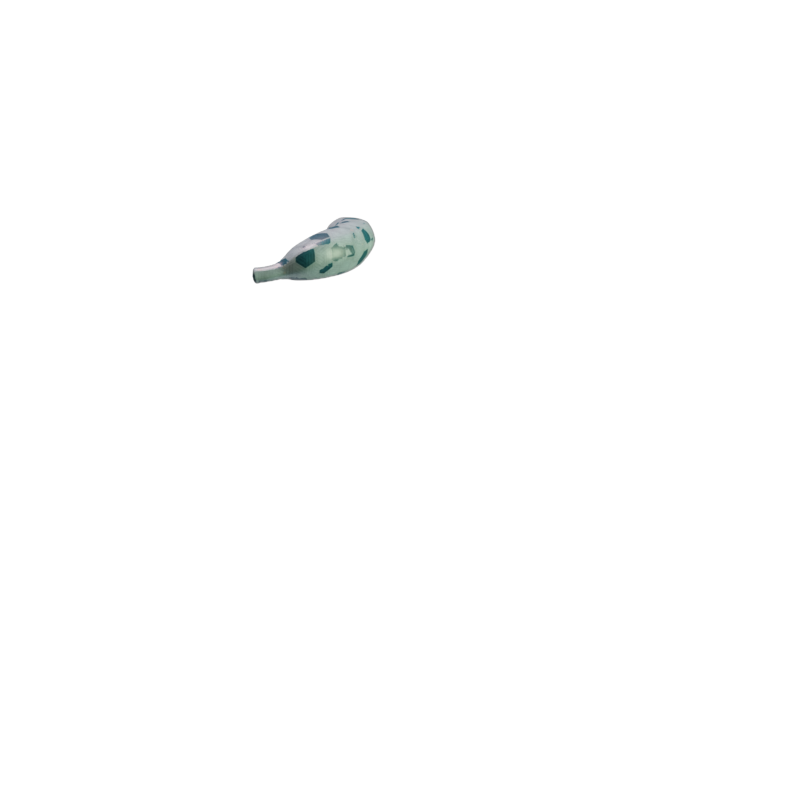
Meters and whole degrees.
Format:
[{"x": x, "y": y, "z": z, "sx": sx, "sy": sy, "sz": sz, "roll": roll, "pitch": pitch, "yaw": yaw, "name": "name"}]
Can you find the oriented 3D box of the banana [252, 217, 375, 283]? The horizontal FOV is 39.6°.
[{"x": -0.056, "y": -0.129, "z": 0.918, "sx": 0.071, "sy": 0.036, "sz": 0.199, "roll": 4, "pitch": 17, "yaw": 15, "name": "banana"}]
